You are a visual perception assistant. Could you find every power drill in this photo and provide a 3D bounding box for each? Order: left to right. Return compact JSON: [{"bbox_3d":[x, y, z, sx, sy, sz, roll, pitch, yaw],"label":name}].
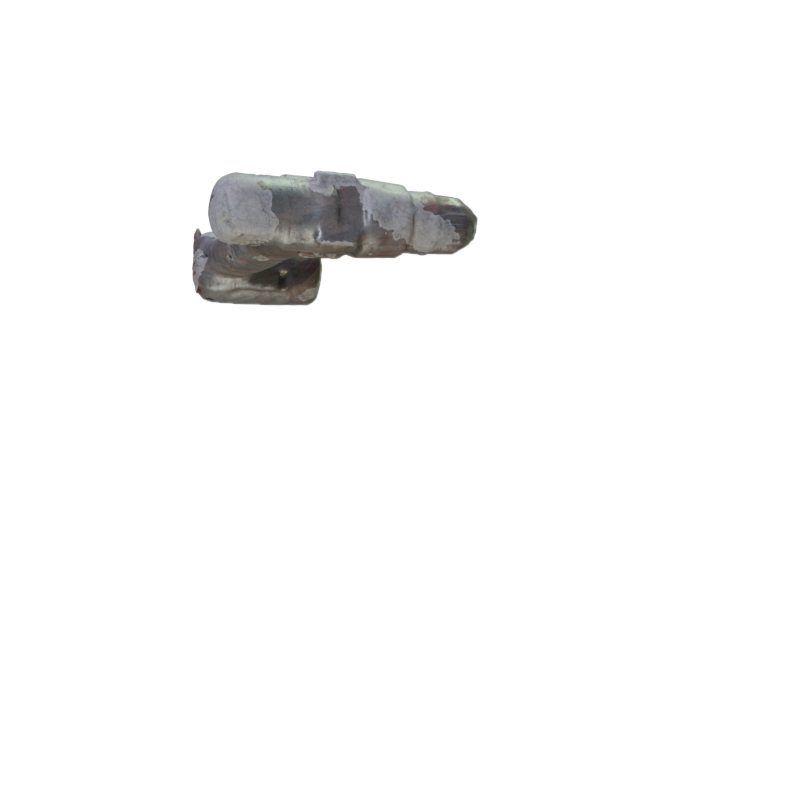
[{"bbox_3d":[-0.062,-0.113,0.791,0.179,0.059,0.187,4,-11,-22],"label":"power drill"}]
